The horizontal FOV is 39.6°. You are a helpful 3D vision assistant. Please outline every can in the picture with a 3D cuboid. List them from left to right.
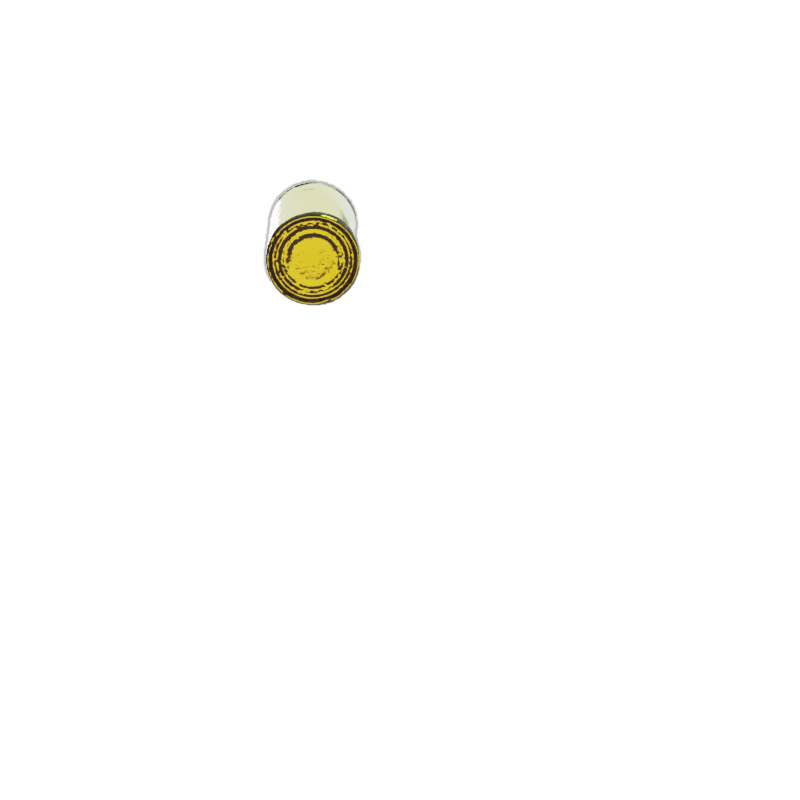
[{"bbox_3d":[-0.063,-0.115,0.807,0.068,0.066,0.107,0,21,-3],"label":"can"}]
